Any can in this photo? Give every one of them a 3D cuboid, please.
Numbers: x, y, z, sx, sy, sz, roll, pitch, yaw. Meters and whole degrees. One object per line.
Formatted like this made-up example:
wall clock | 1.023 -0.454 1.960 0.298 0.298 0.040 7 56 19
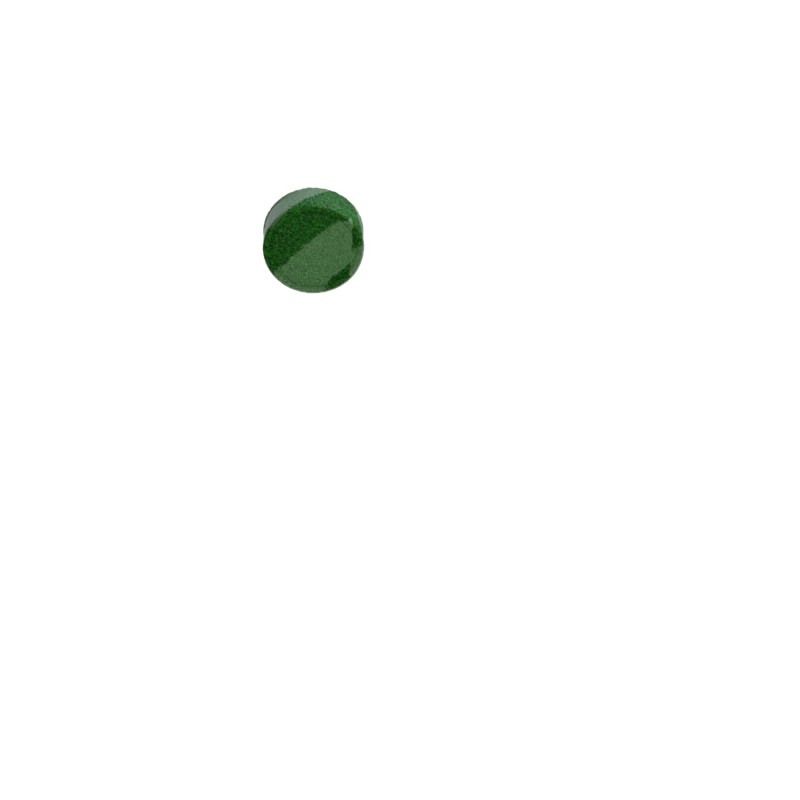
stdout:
can | -0.073 -0.133 0.930 0.086 0.081 0.036 1 31 -1
